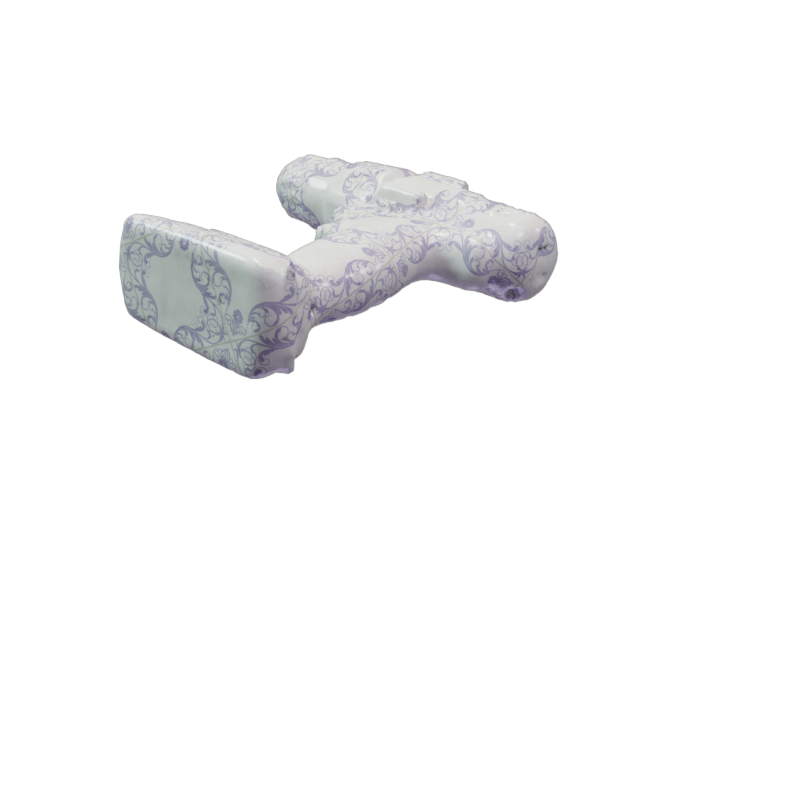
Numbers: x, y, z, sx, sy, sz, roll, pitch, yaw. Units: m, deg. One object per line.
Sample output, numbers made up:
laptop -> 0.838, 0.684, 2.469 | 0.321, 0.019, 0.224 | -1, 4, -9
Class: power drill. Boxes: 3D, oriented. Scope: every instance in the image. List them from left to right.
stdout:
power drill -> -0.043, -0.079, 0.556 | 0.196, 0.055, 0.185 | 22, 33, 38
